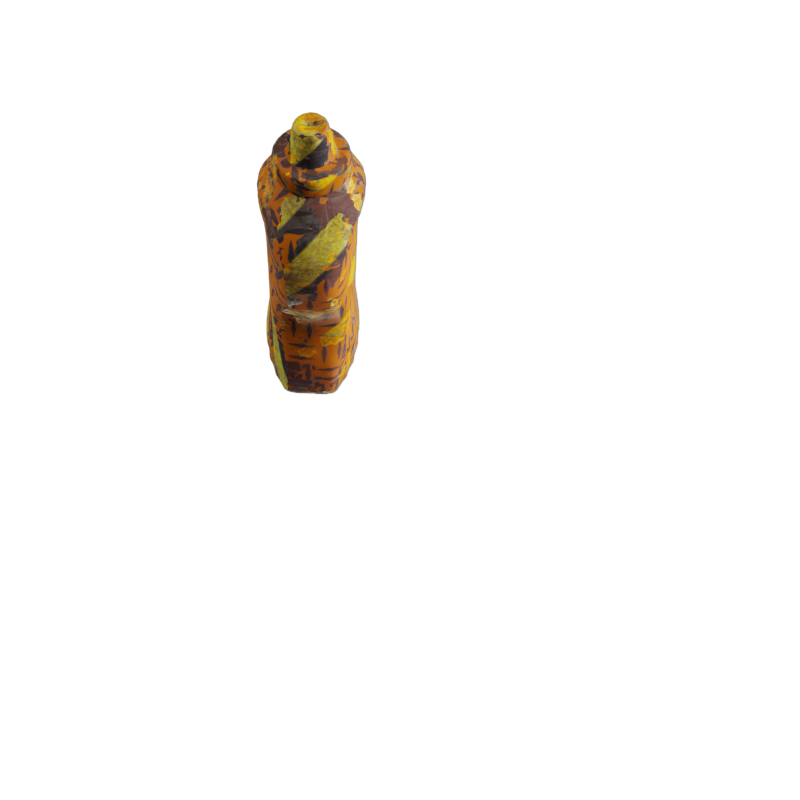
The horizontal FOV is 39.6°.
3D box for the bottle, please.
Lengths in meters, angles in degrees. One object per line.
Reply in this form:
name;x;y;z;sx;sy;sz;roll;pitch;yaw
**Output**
bottle;-0.049;-0.089;0.624;0.058;0.102;0.179;4;-33;-2
